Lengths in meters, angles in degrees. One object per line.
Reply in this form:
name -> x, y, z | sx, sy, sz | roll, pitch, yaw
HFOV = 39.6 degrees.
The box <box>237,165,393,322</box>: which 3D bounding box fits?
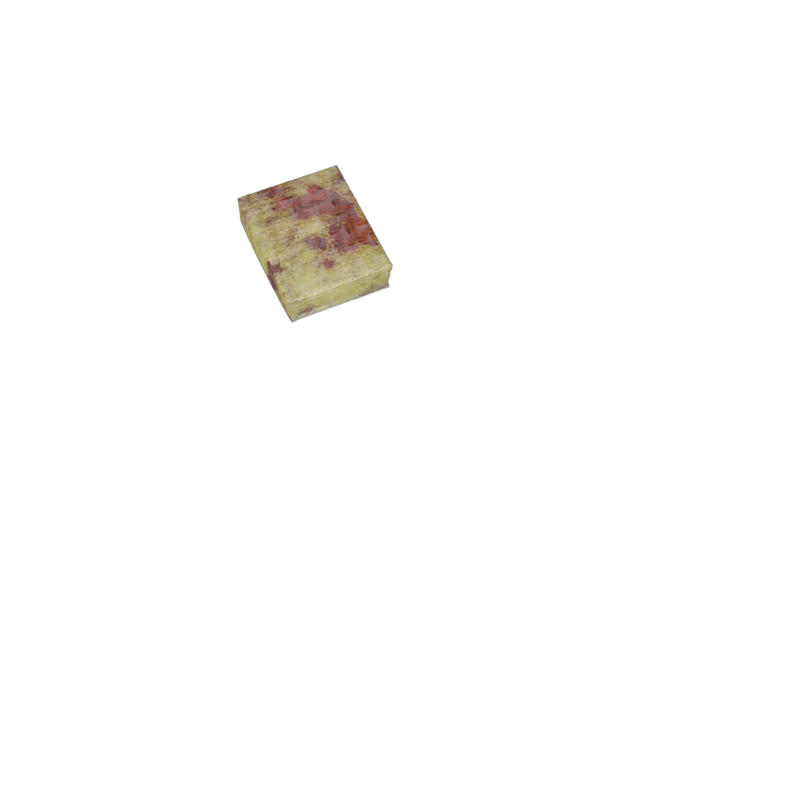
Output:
box -> -0.070, -0.128, 0.893 | 0.089, 0.121, 0.036 | -21, -28, -12
